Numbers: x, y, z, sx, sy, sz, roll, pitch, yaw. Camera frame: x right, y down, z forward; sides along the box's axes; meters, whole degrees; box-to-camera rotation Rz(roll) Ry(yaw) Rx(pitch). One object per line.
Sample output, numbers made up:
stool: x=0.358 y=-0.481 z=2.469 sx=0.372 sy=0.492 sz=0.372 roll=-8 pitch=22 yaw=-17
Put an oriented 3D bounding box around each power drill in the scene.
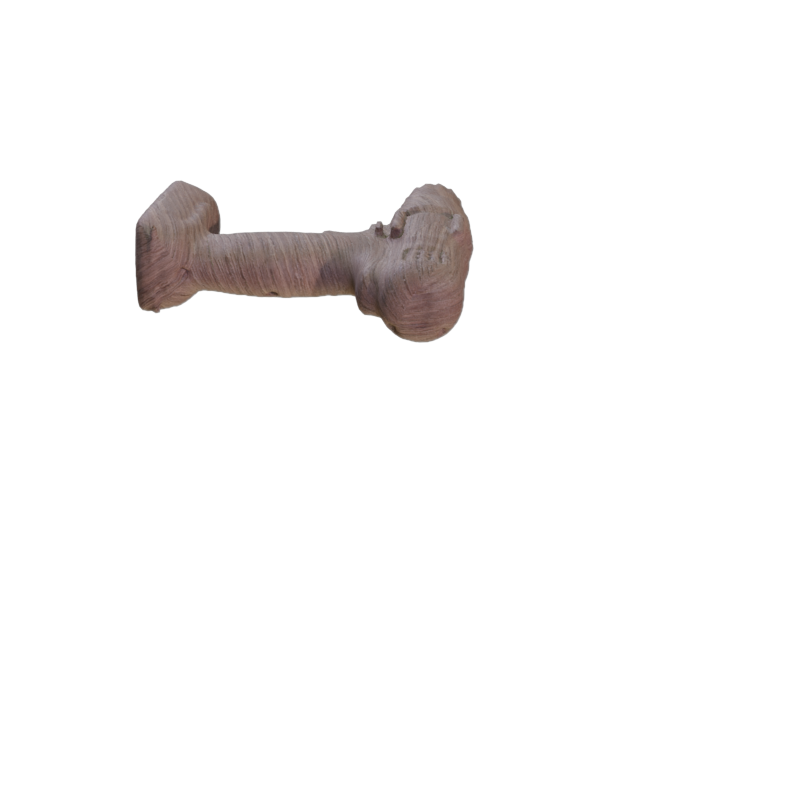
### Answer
power drill: x=-0.051 y=-0.094 z=0.655 sx=0.189 sy=0.055 sz=0.192 roll=2 pitch=24 yaw=5
